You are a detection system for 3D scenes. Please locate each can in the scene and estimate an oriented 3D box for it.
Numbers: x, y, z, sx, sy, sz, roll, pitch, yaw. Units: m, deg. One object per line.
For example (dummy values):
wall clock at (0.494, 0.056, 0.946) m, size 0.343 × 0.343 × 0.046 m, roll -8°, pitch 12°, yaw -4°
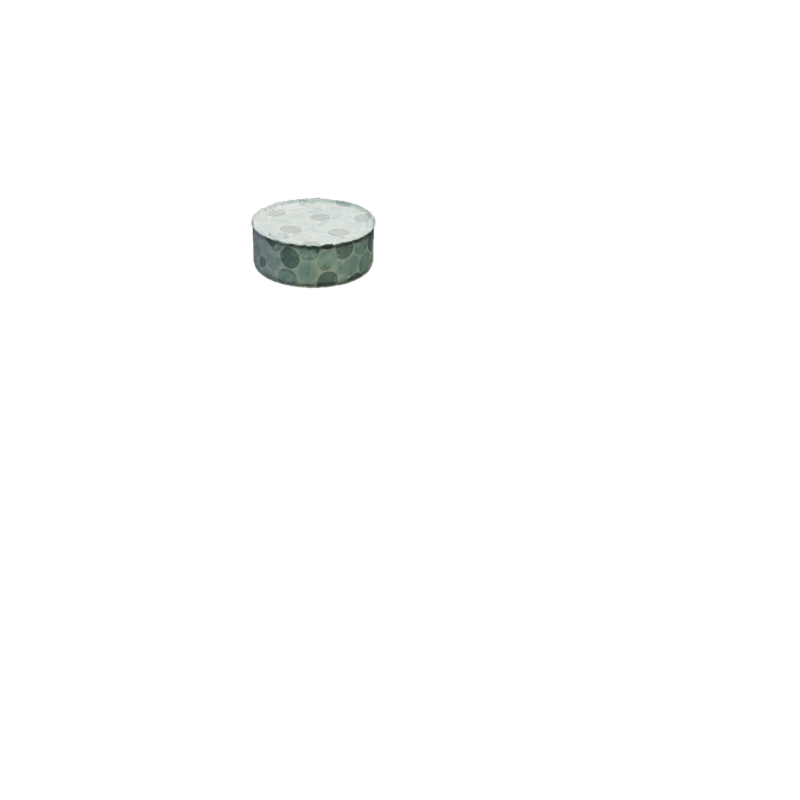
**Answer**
can at (-0.060, -0.110, 0.772) m, size 0.086 × 0.032 × 0.091 m, roll -1°, pitch 29°, yaw -2°
